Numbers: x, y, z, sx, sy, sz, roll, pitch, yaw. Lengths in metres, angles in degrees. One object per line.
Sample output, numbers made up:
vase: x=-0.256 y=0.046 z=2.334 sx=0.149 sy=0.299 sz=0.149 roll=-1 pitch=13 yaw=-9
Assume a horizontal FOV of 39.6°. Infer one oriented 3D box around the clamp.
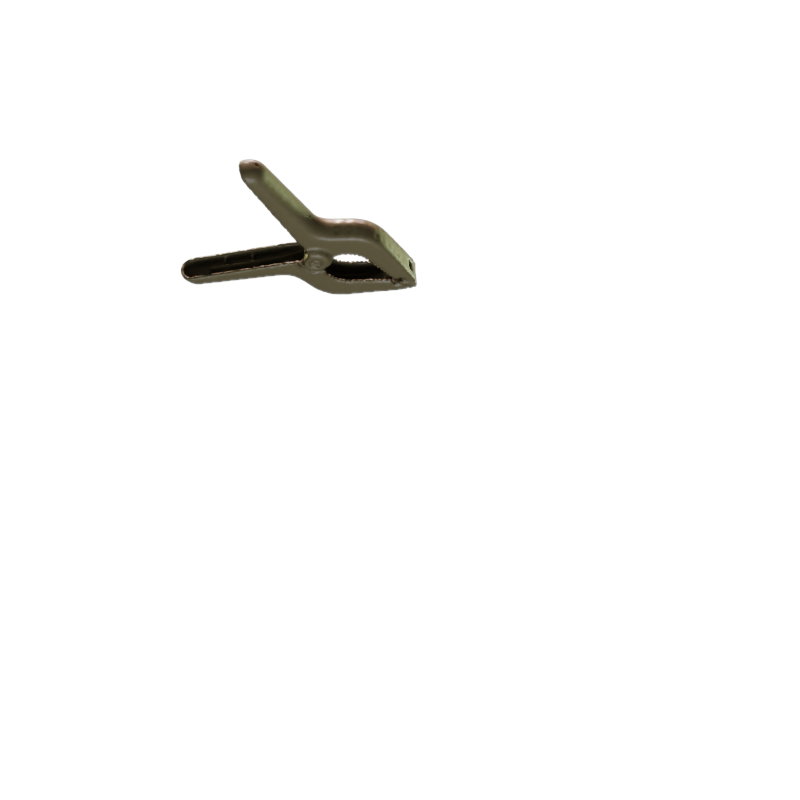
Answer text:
clamp: x=-0.077 y=-0.141 z=0.988 sx=0.205 sy=0.039 sz=0.158 roll=10 pitch=-34 yaw=-15
